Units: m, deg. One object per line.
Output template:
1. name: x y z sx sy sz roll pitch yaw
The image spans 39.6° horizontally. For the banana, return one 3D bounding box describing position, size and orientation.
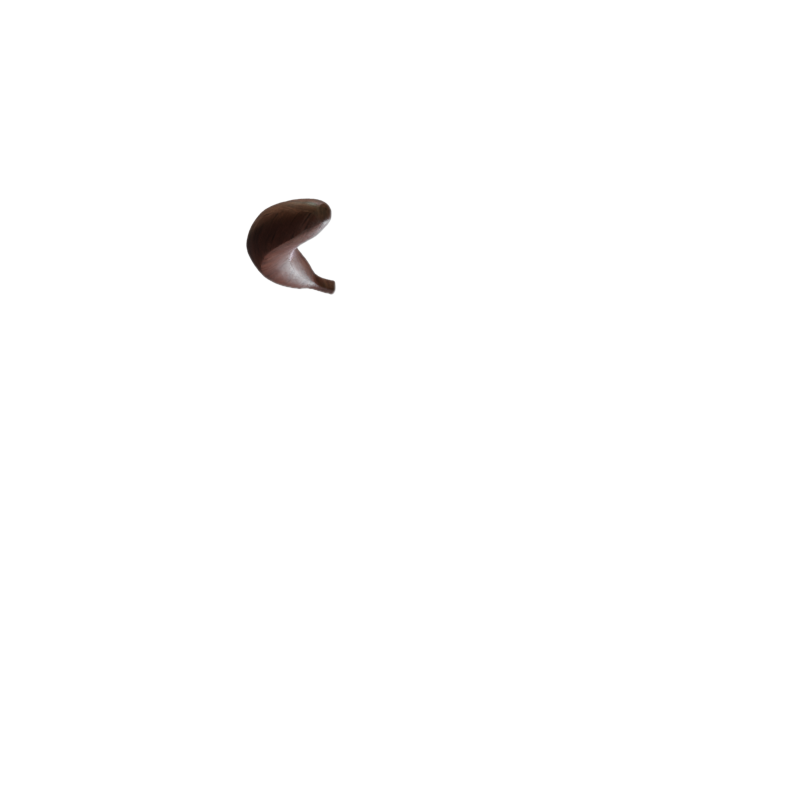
1. banana: -0.086 -0.121 0.859 0.069 0.038 0.192 0 -9 -2
